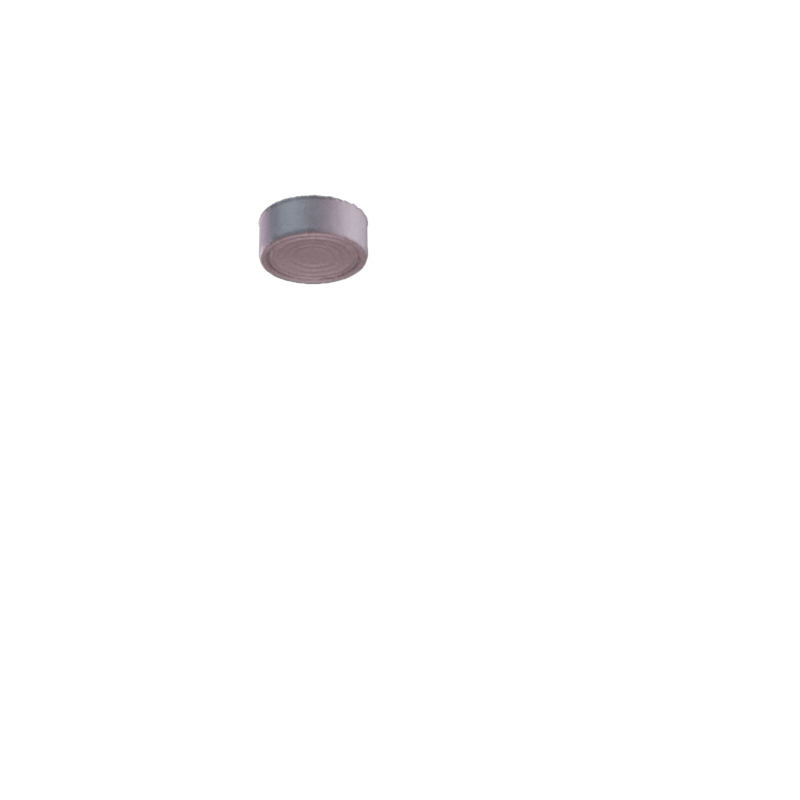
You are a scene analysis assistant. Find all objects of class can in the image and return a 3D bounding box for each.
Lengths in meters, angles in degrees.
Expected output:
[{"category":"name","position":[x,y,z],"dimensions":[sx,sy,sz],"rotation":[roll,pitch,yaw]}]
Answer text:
[{"category":"can","position":[-0.067,-0.123,0.860],"dimensions":[0.086,0.035,0.081],"rotation":[1,-23,-2]}]
